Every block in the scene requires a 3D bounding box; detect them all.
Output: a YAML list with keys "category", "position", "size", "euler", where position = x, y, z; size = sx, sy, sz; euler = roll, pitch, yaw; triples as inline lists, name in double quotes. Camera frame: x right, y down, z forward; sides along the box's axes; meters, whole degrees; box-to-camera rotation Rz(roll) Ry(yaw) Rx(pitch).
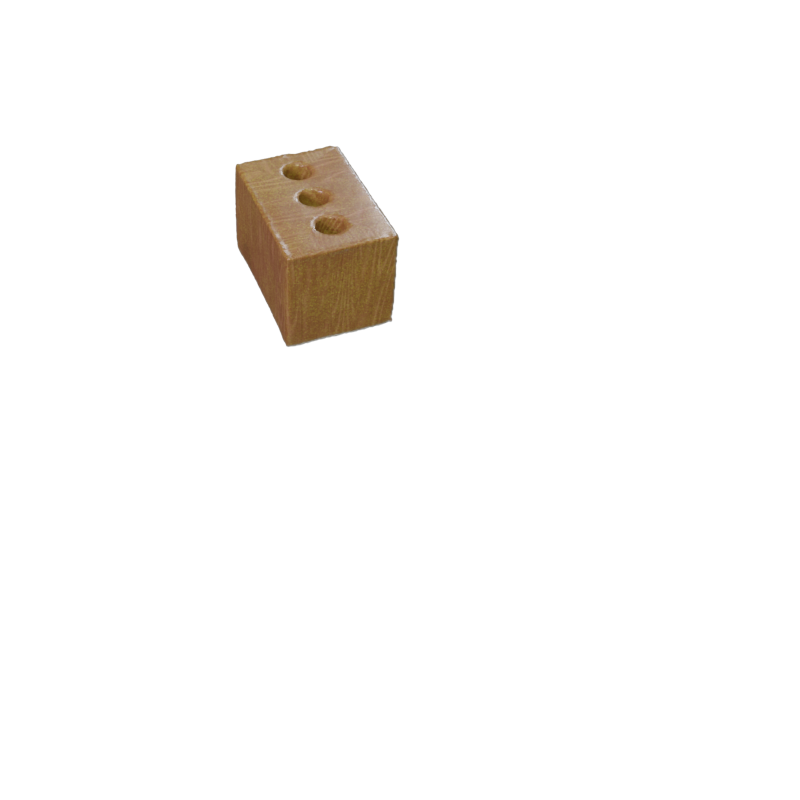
- category: "block"
  position: [-0.039, -0.072, 0.505]
  size: [0.052, 0.048, 0.084]
  euler: [-14, 44, -17]
